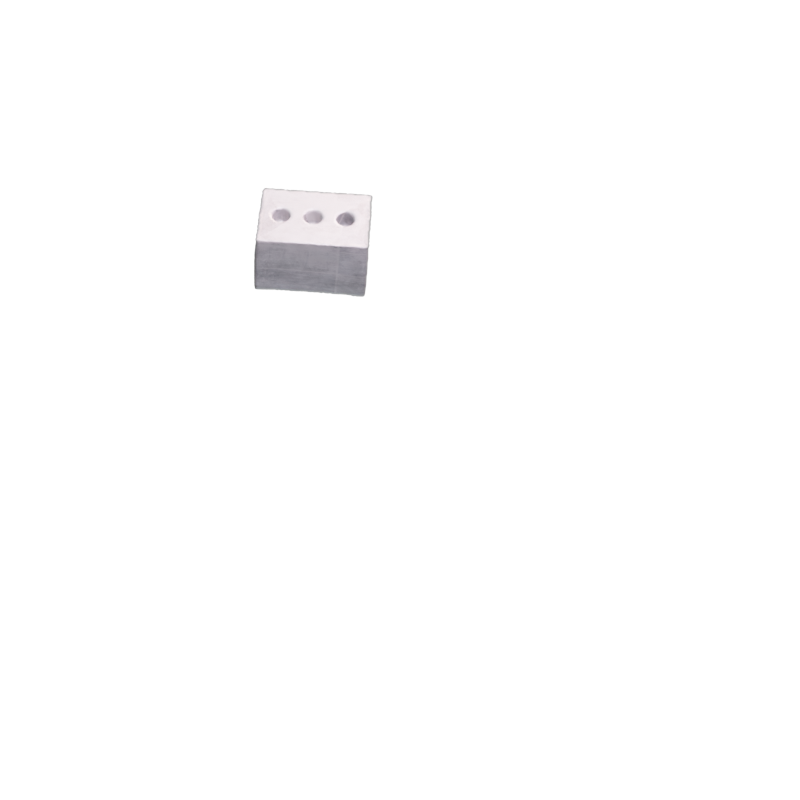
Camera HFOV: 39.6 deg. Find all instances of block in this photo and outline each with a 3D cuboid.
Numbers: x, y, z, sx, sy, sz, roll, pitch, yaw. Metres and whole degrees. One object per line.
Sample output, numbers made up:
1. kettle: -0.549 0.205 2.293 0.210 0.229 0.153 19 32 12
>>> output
1. block: -0.060 -0.109 0.765 0.078 0.056 0.048 3 -39 1
